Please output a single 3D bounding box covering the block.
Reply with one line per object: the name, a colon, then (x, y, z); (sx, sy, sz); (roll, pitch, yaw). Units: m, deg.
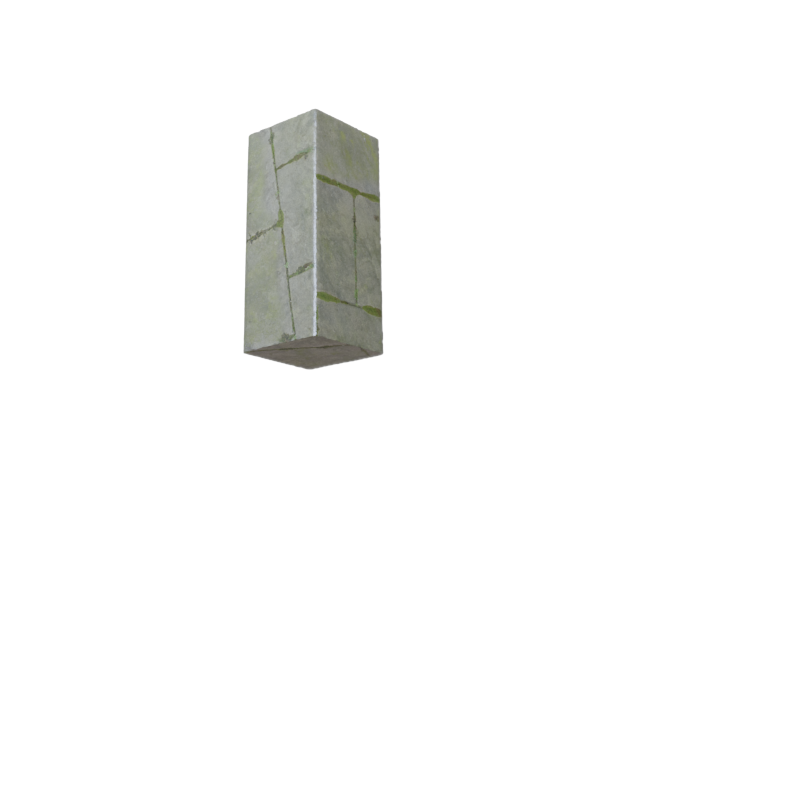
block: (-0.078, -0.142, 0.993); (0.092, 0.215, 0.085); (-16, -23, 38)
